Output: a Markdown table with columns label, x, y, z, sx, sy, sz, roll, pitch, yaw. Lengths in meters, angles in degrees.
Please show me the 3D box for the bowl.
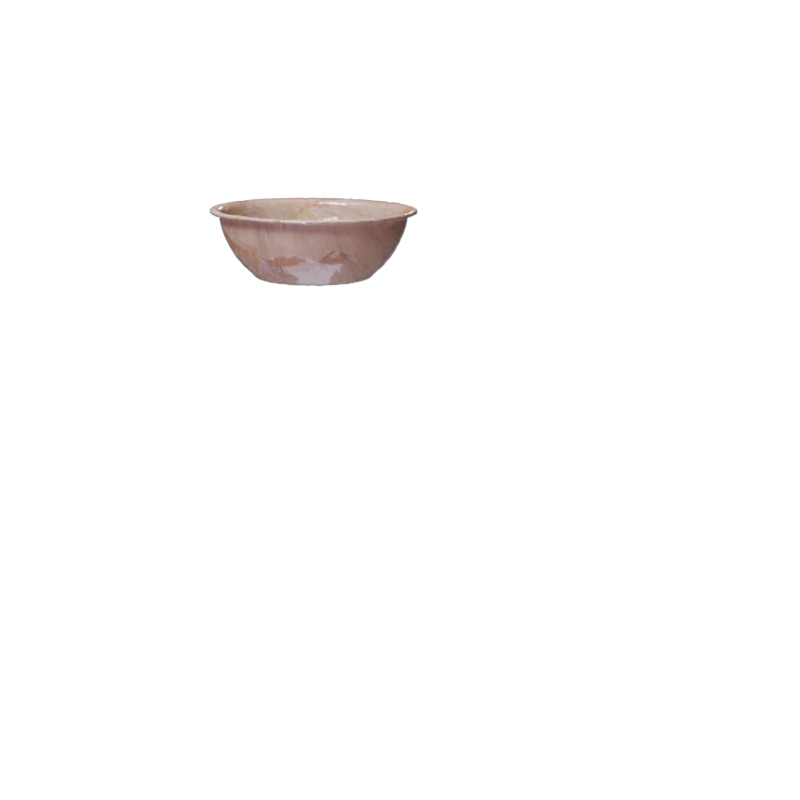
| label | x | y | z | sx | sy | sz | roll | pitch | yaw |
| --- | --- | --- | --- | --- | --- | --- | --- | --- | --- |
| bowl | -0.068 | -0.123 | 0.865 | 0.162 | 0.054 | 0.167 | 0 | 15 | -2 |
